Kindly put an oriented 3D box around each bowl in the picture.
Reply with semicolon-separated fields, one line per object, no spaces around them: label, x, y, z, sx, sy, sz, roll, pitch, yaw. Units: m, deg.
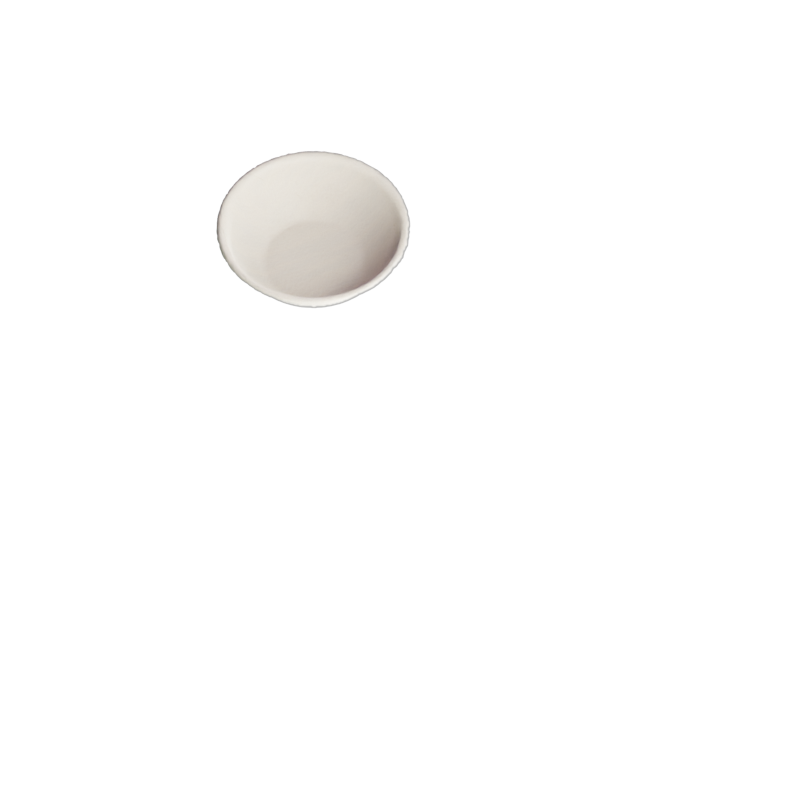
bowl;-0.074;-0.135;0.944;0.162;0.173;0.051;-1;-34;-1
